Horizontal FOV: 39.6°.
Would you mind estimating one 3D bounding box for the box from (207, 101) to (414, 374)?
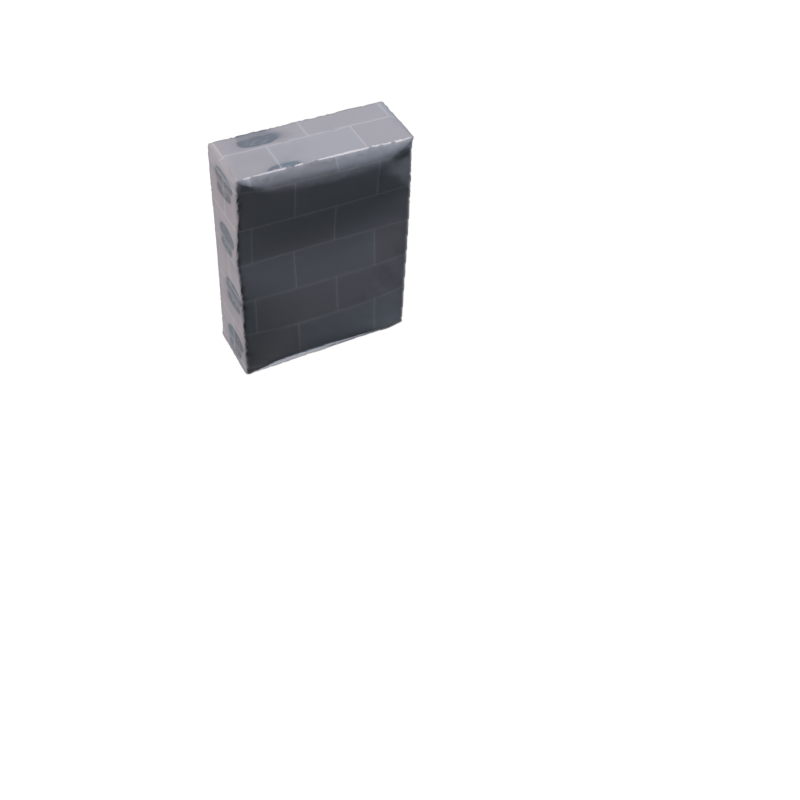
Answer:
[{"bbox_3d":[-0.076,-0.139,0.976,0.162,0.199,0.078,-18,46,-21],"label":"box"}]
